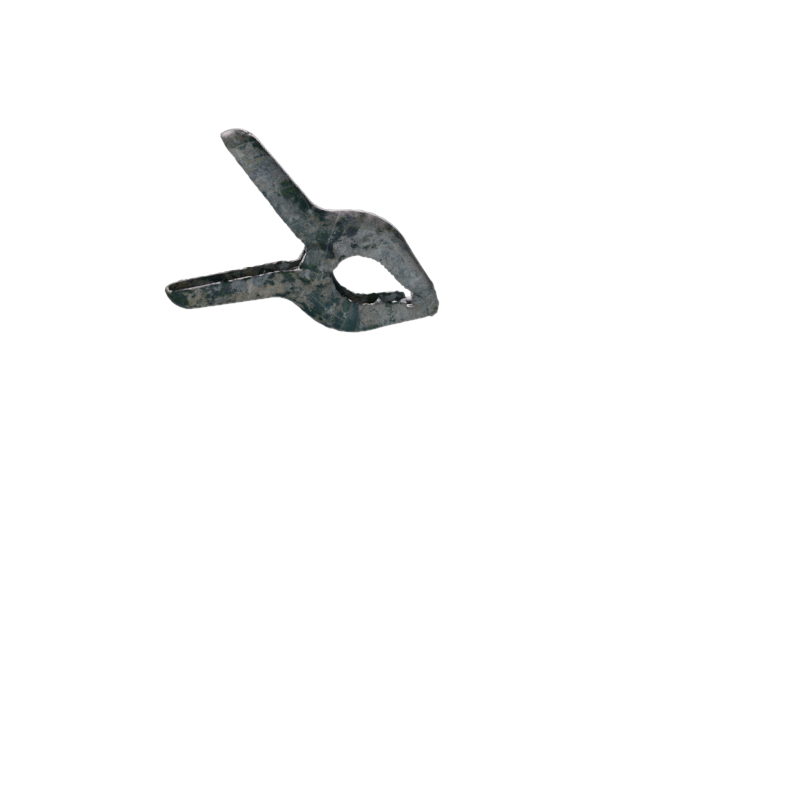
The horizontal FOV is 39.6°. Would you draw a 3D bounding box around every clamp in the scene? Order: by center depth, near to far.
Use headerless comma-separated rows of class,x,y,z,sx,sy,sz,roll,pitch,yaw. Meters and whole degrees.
clamp,-0.054,-0.099,0.695,0.170,0.115,0.041,11,24,-5
